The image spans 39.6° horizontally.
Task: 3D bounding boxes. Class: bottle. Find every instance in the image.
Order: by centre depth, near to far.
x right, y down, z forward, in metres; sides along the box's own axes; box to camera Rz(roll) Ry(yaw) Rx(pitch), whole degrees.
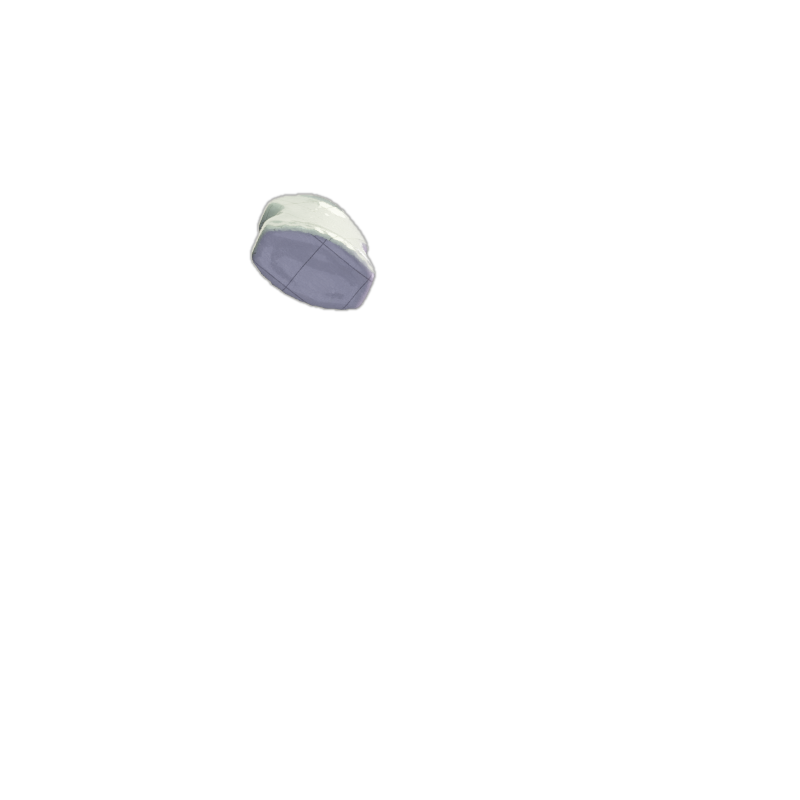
[{"bbox_3d":[-0.073,-0.134,0.936,0.094,0.057,0.200,21,17,-10],"label":"bottle"}]
